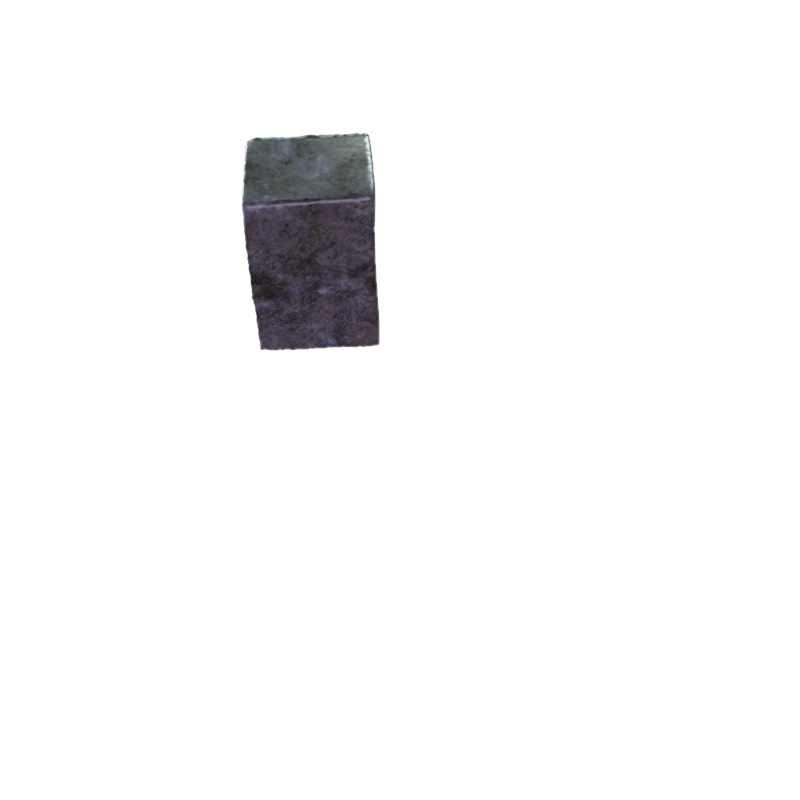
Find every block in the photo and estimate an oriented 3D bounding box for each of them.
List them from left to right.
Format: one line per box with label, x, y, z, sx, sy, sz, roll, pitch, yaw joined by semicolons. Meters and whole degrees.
block;-0.036;-0.066;0.463;0.053;0.073;0.055;-2;40;-1
